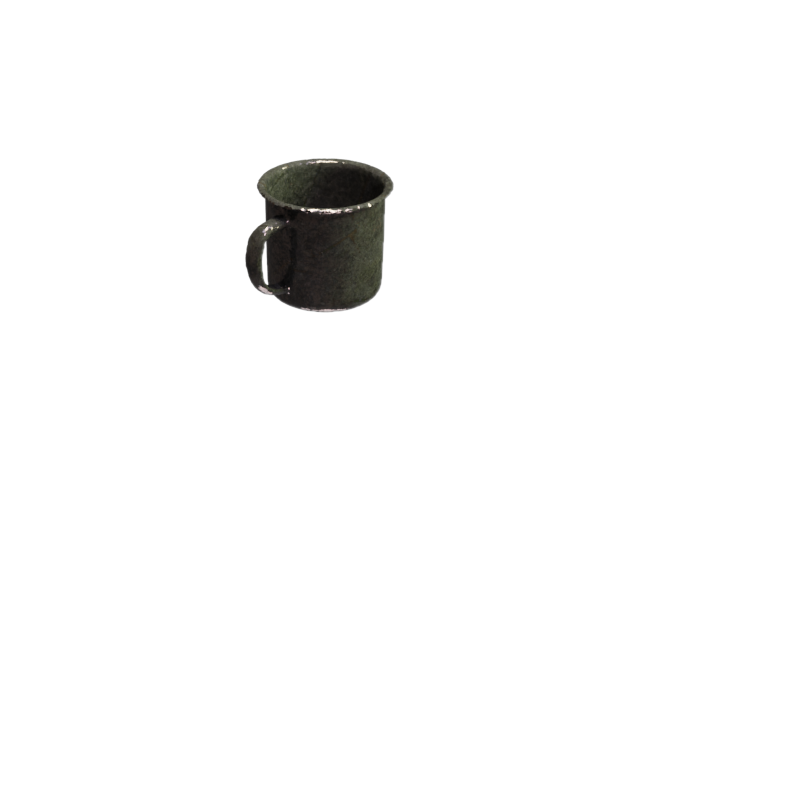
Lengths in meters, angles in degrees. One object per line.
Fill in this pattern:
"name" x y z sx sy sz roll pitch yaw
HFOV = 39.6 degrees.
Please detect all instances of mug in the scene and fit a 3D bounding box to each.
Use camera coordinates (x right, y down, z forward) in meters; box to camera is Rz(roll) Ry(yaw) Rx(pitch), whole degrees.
"mug" -0.060 -0.109 0.765 0.099 0.077 0.117 23 37 33
